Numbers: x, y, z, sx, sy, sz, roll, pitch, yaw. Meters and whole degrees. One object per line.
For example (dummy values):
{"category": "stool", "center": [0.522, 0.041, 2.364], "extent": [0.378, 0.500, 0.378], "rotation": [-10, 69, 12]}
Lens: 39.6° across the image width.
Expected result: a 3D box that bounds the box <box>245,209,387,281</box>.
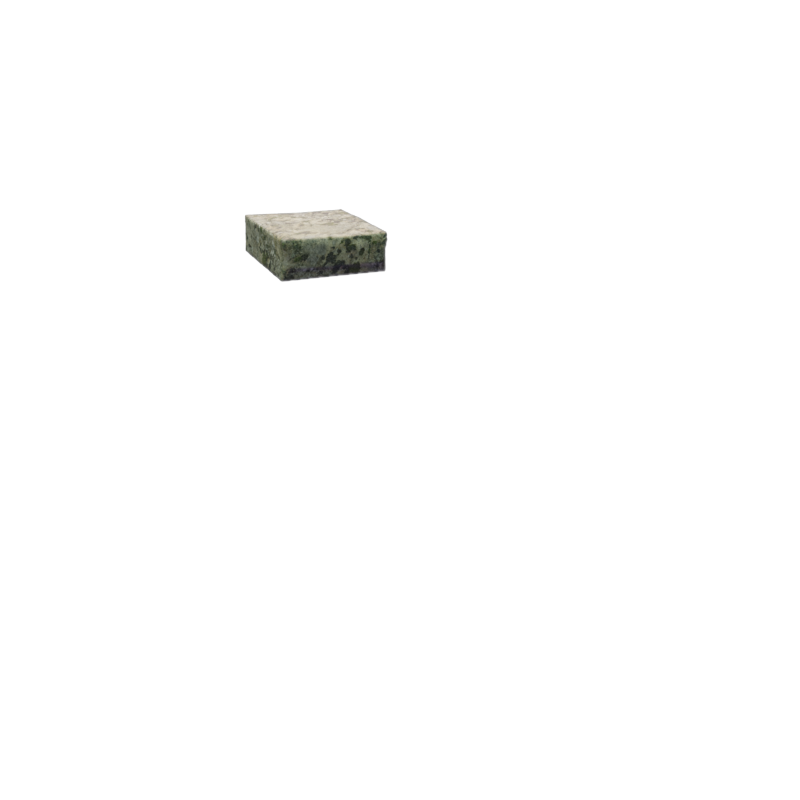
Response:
{"category": "box", "center": [-0.058, -0.107, 0.748], "extent": [0.072, 0.029, 0.094], "rotation": [-7, 20, -20]}
